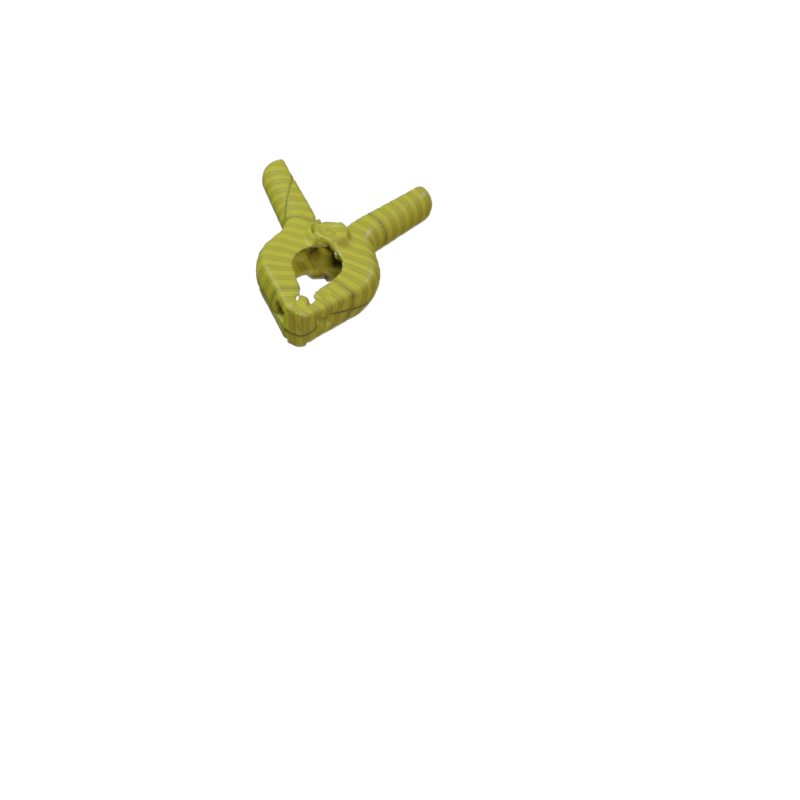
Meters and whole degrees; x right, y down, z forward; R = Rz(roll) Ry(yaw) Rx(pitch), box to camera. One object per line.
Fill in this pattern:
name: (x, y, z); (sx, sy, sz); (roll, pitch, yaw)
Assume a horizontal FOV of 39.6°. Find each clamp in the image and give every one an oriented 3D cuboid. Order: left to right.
clamp: (-0.057, -0.104, 0.731); (0.123, 0.037, 0.178); (12, 40, 14)
